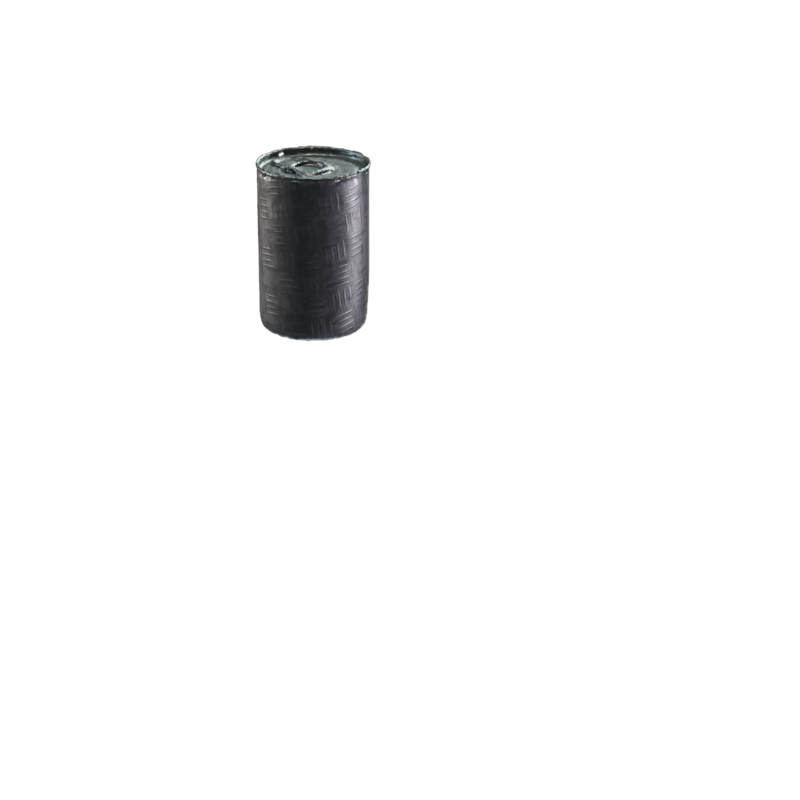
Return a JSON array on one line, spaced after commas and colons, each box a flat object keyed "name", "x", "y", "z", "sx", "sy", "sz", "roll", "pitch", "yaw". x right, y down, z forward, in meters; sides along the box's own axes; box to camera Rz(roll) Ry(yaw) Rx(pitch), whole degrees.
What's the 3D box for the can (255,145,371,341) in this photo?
[{"name": "can", "x": -0.052, "y": -0.095, "z": 0.667, "sx": 0.068, "sy": 0.097, "sz": 0.072, "roll": 0, "pitch": 24, "yaw": -2}]
